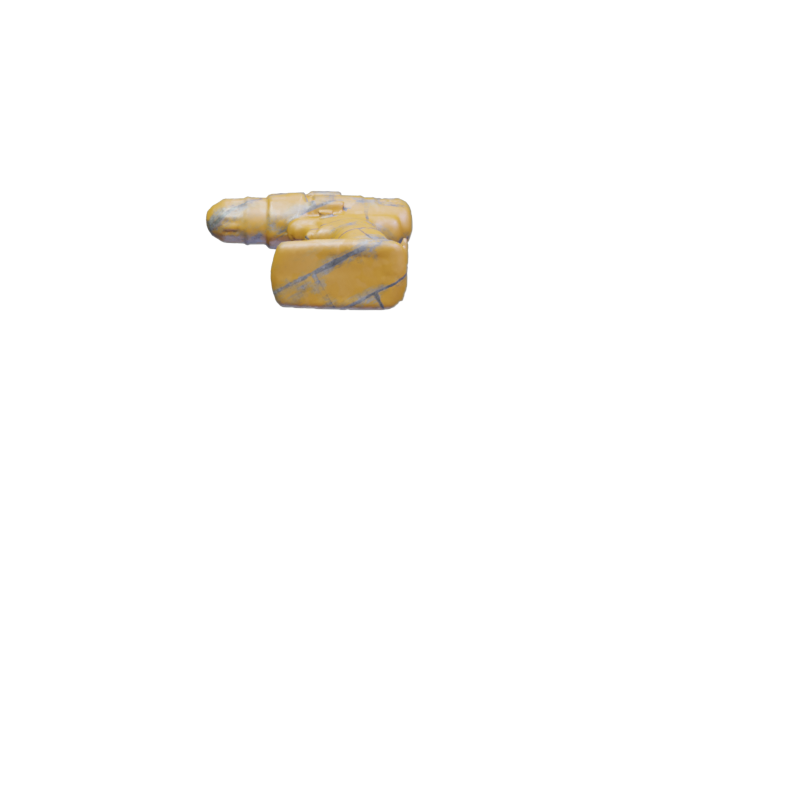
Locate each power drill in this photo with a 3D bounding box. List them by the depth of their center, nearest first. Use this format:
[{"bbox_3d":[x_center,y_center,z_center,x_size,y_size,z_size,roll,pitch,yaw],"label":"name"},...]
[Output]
[{"bbox_3d":[-0.073,-0.132,0.928,0.183,0.055,0.198,-2,24,-5],"label":"power drill"}]
